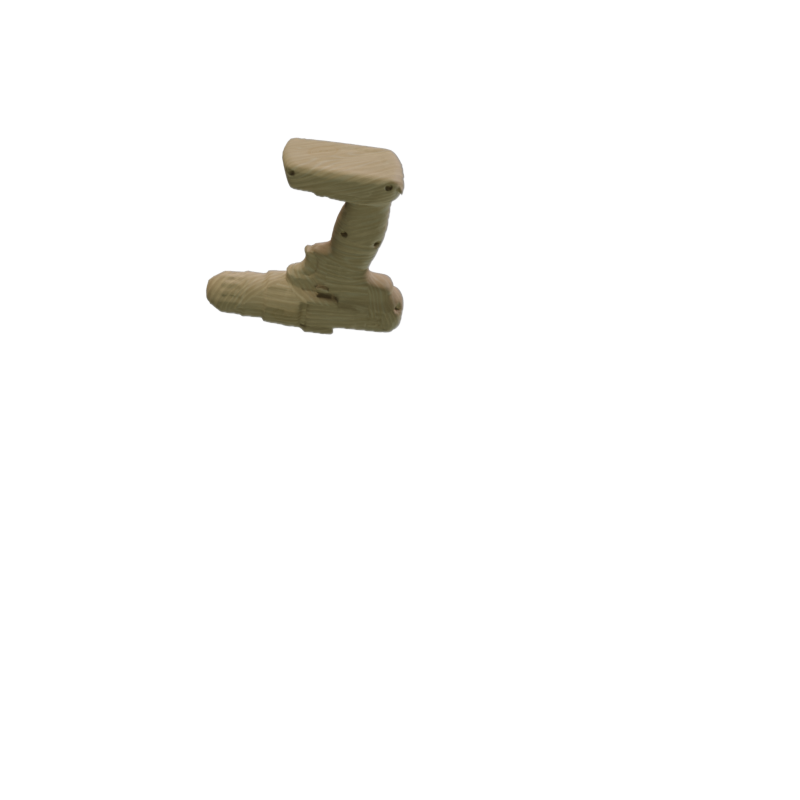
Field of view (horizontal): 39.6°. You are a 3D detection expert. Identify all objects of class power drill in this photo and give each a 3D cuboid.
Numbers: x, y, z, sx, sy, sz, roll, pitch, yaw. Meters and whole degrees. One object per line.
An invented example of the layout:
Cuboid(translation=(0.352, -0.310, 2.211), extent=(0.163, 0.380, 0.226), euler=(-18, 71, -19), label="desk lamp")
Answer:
Cuboid(translation=(-0.078, -0.142, 0.996), extent=(0.183, 0.176, 0.062), euler=(6, 41, -6), label="power drill")
